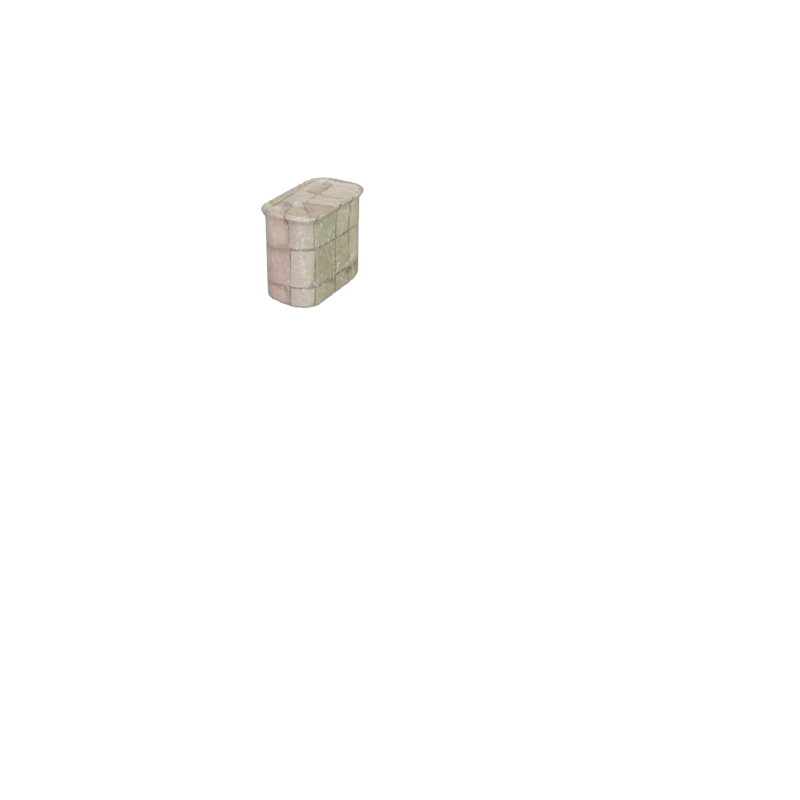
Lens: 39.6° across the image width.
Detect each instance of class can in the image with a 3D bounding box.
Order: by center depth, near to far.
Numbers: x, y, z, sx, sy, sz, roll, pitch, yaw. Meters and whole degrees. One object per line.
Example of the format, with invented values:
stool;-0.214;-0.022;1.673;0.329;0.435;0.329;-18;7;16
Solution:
can;-0.076;-0.138;0.970;0.060;0.079;0.103;14;30;25
